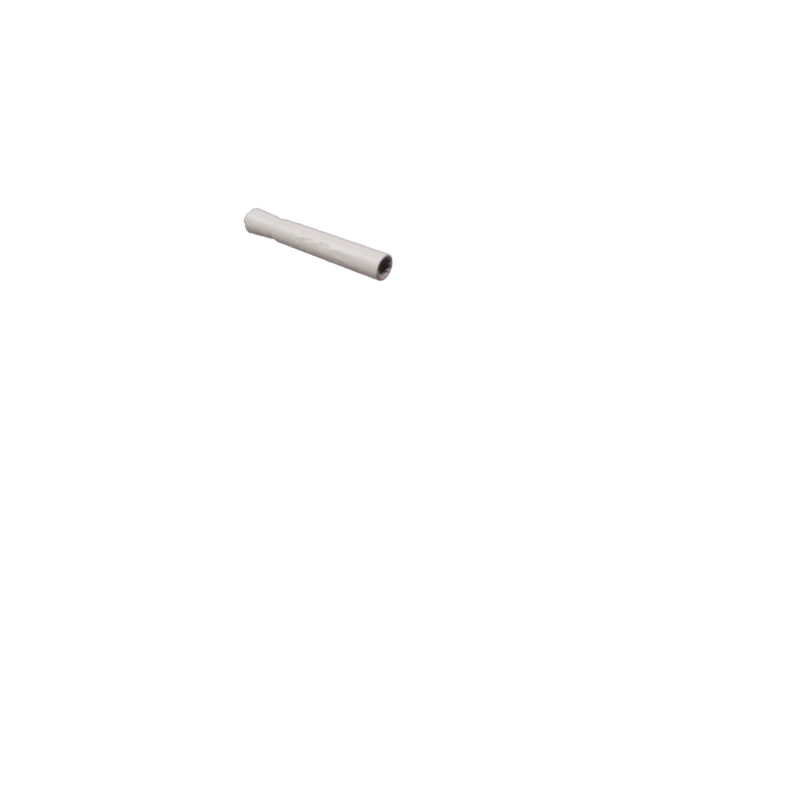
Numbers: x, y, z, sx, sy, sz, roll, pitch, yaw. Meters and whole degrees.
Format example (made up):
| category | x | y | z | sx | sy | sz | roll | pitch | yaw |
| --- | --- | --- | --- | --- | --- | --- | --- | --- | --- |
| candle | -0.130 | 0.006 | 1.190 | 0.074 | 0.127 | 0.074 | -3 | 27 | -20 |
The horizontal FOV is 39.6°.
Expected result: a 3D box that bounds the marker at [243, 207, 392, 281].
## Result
| category | x | y | z | sx | sy | sz | roll | pitch | yaw |
| --- | --- | --- | --- | --- | --- | --- | --- | --- | --- |
| marker | -0.059 | -0.108 | 0.756 | 0.128 | 0.019 | 0.019 | 24 | 16 | 33 |
